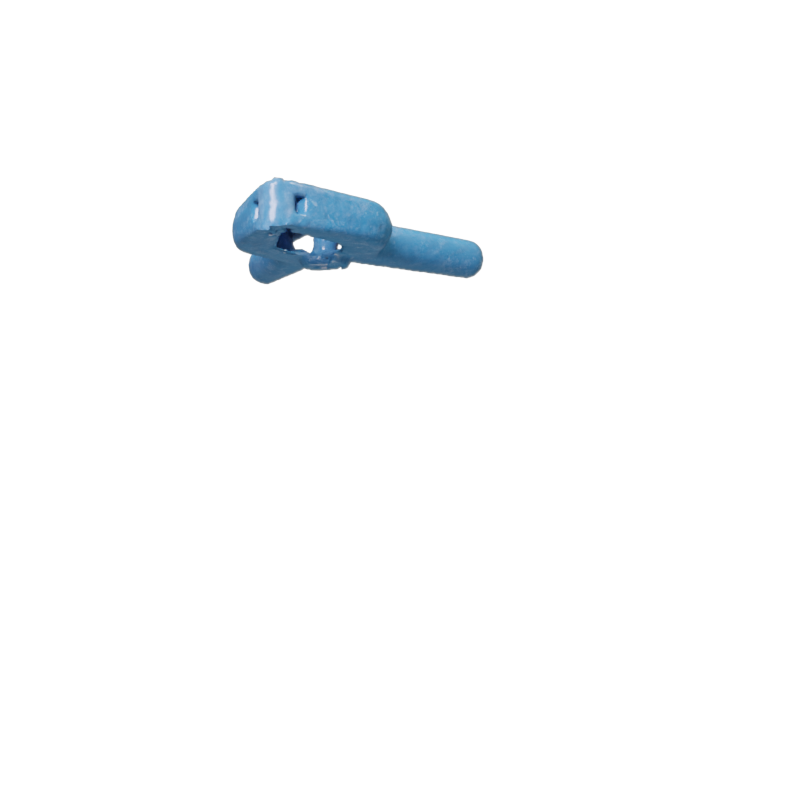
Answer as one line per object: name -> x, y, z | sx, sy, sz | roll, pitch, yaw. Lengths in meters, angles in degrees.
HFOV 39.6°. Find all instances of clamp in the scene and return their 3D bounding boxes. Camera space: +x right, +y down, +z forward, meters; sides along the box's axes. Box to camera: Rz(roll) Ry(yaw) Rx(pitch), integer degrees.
clamp -> -0.054, -0.099, 0.691 | 0.169, 0.037, 0.201 | -1, -4, 22
